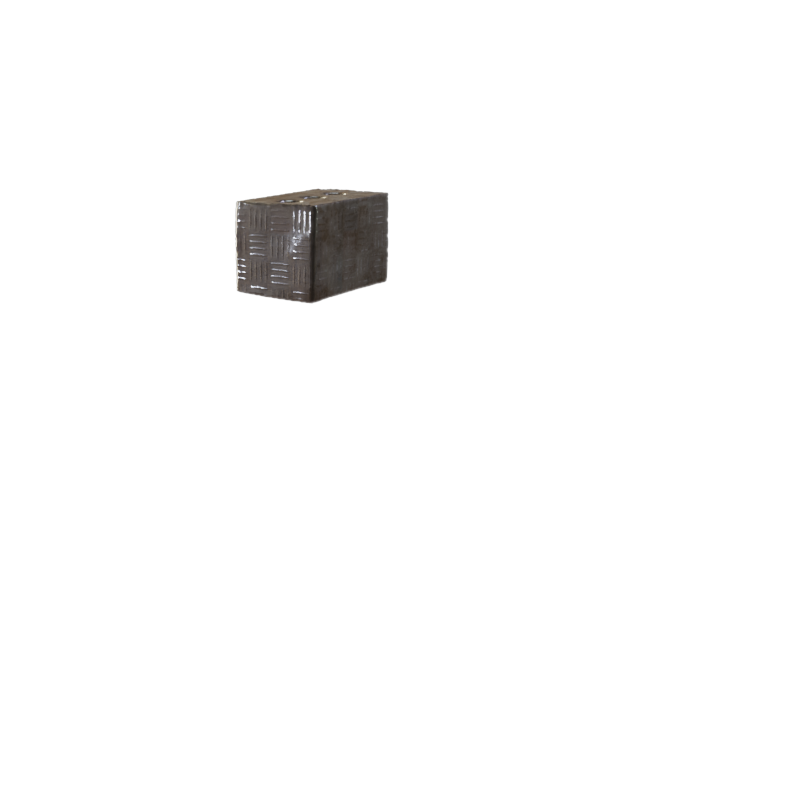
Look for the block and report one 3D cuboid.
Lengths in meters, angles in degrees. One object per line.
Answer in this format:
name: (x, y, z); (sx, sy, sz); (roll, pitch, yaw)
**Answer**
block: (-0.048, -0.087, 0.610); (0.055, 0.050, 0.077); (8, 16, 30)
